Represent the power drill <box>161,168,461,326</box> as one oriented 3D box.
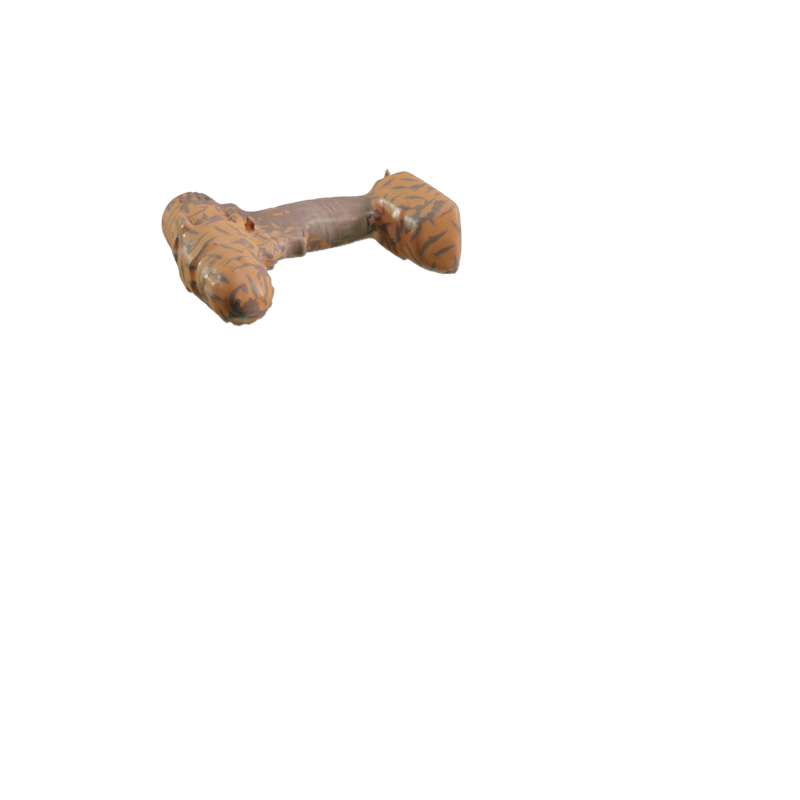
[{"bbox_3d":[-0.058,-0.106,0.744,0.184,0.055,0.197,-9,27,-17],"label":"power drill"}]
